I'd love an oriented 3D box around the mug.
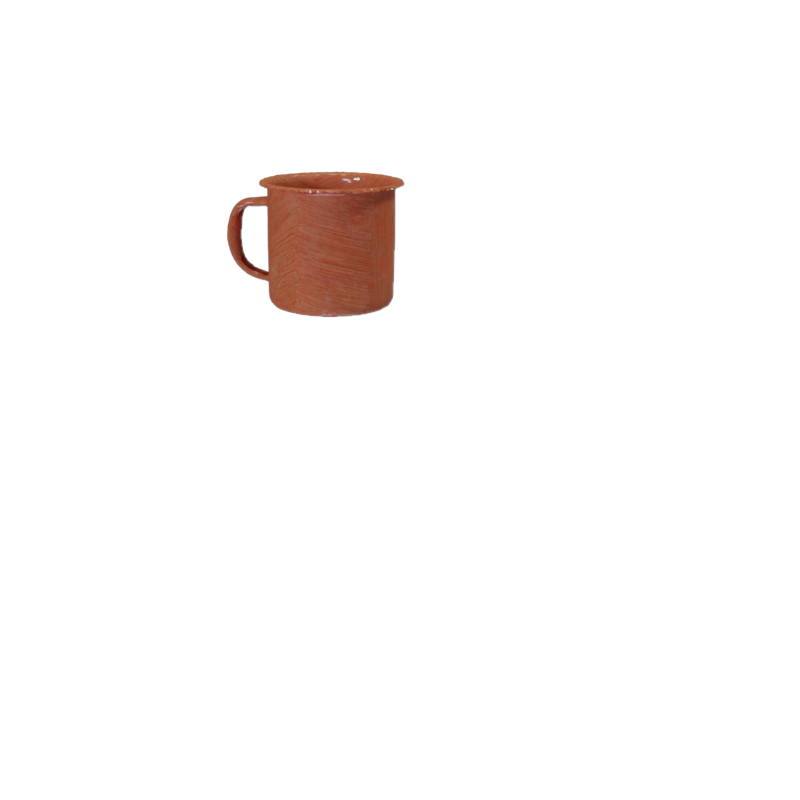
[{"bbox_3d":[-0.056,-0.102,0.718,0.119,0.079,0.095,4,15,11],"label":"mug"}]
